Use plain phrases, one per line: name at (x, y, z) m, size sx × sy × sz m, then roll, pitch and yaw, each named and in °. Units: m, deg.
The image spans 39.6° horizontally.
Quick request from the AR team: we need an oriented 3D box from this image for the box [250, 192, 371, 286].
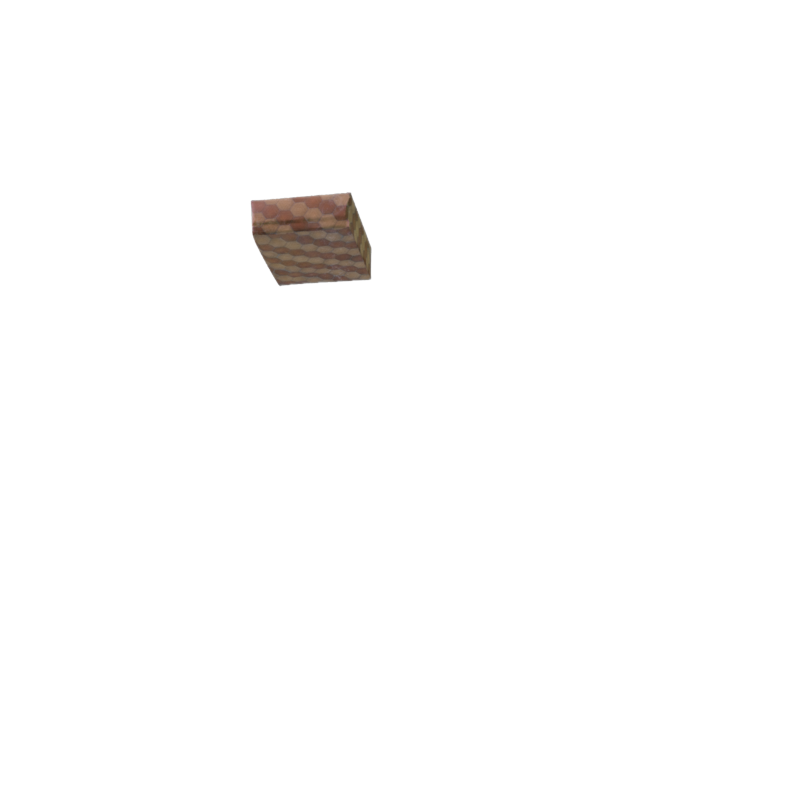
box at (-0.078, -0.141, 0.991) m, size 0.091 × 0.041 × 0.107 m, roll -3°, pitch -19°, yaw 9°
